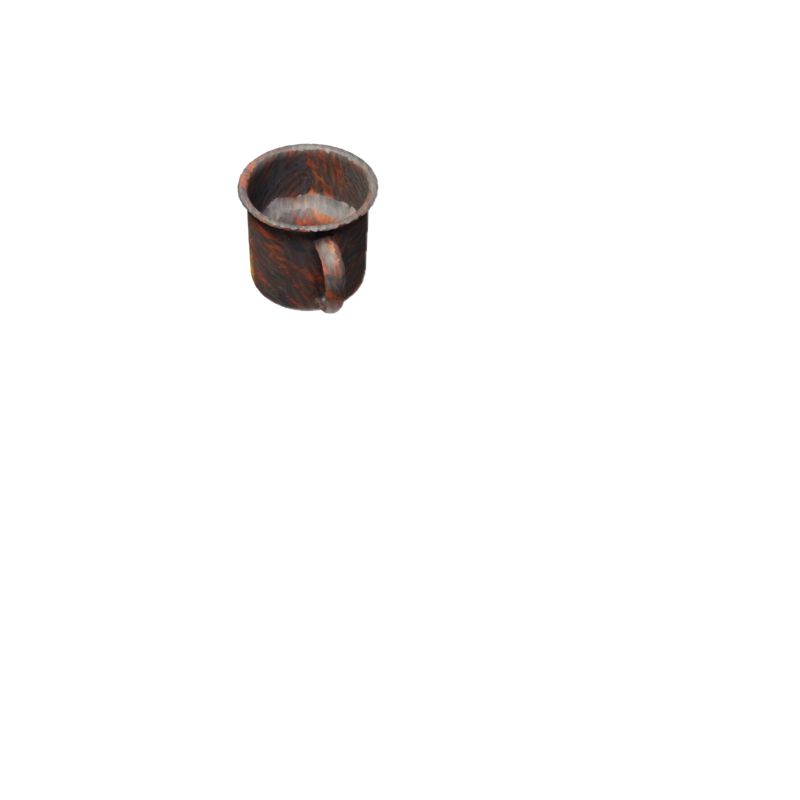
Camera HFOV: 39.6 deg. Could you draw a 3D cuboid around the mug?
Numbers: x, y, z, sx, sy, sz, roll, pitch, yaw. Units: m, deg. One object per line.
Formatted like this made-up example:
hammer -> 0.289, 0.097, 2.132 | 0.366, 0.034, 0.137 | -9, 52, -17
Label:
mug -> -0.059, -0.107, 0.748 | 0.092, 0.076, 0.127 | -13, 47, -15
